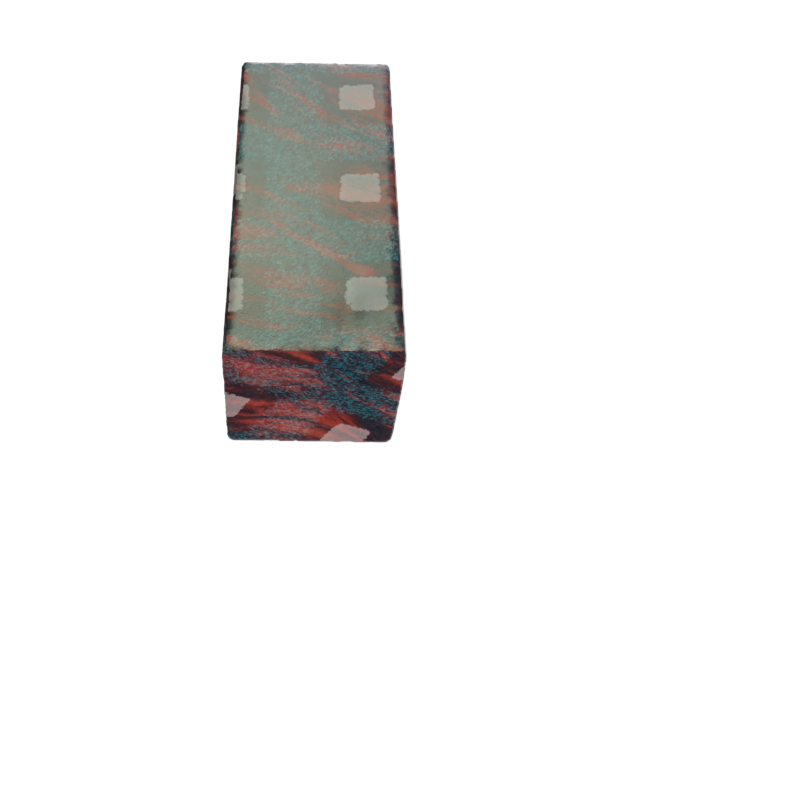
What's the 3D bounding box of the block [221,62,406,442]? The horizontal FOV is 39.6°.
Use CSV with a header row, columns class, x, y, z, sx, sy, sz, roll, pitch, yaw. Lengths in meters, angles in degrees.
class,x,y,z,sx,sy,sz,roll,pitch,yaw
block,-0.049,-0.089,0.627,0.090,0.221,0.084,0,-36,-4
